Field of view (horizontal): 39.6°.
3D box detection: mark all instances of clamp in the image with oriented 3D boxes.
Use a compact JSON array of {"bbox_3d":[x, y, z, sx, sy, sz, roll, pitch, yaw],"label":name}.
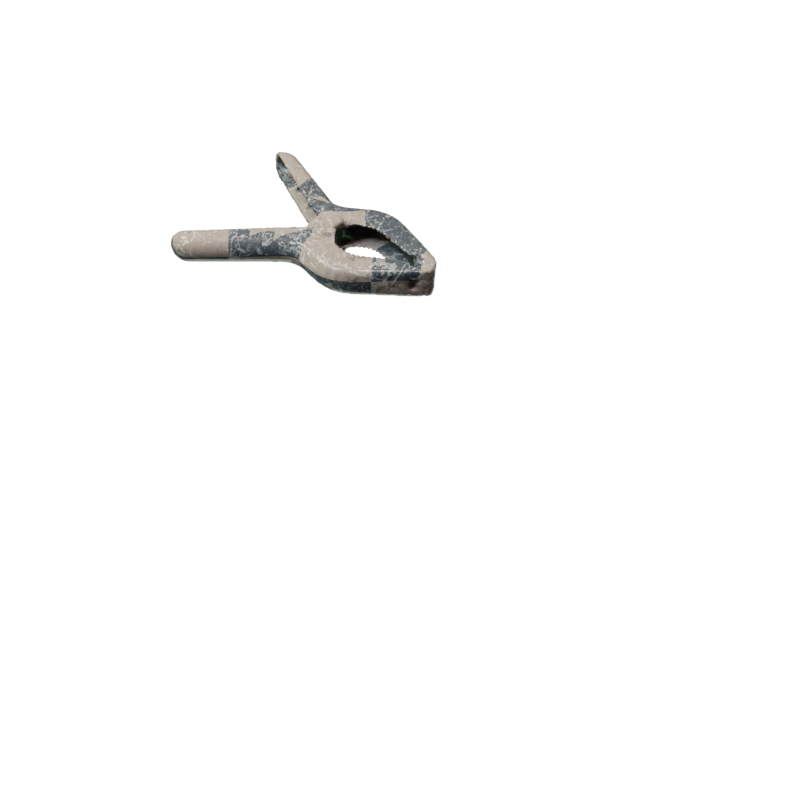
[{"bbox_3d":[-0.071,-0.130,0.911,0.222,0.034,0.167,28,49,27],"label":"clamp"}]
